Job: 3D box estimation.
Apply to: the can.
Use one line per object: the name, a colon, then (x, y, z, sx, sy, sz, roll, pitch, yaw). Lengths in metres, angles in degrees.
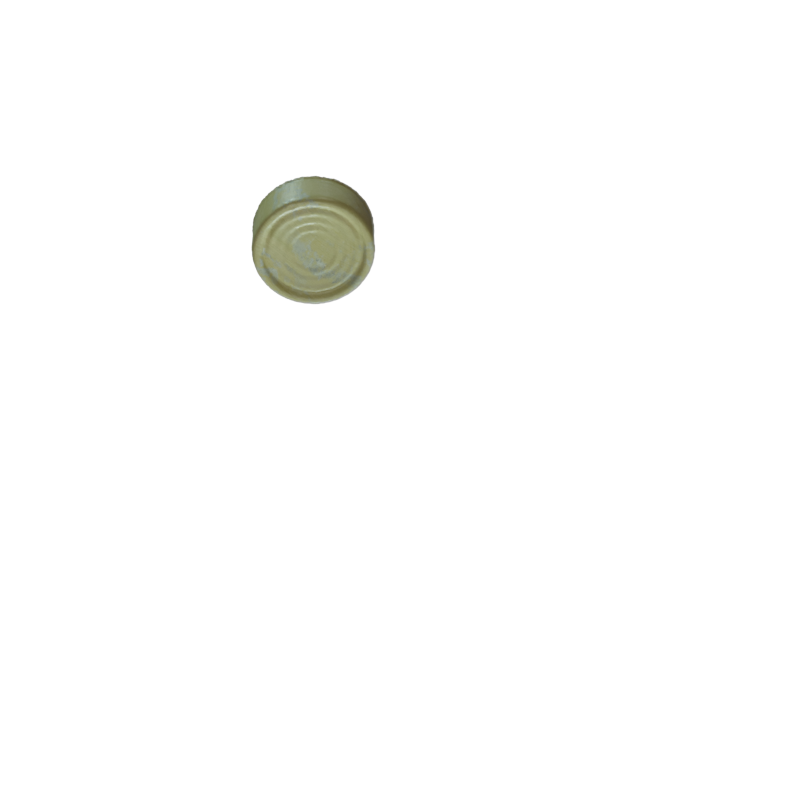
can: (-0.060, -0.109, 0.766, 0.086, 0.081, 0.036, 1, 33, -1)
